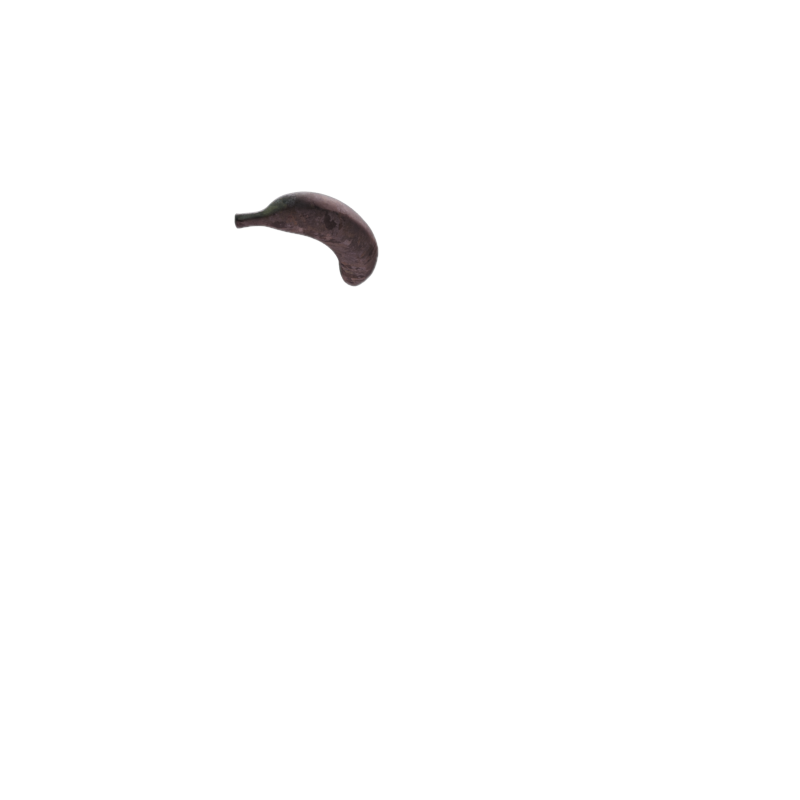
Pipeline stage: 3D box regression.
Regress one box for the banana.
[{"bbox_3d":[-0.059,-0.138,0.933,0.071,0.038,0.186,-8,-15,27],"label":"banana"}]
